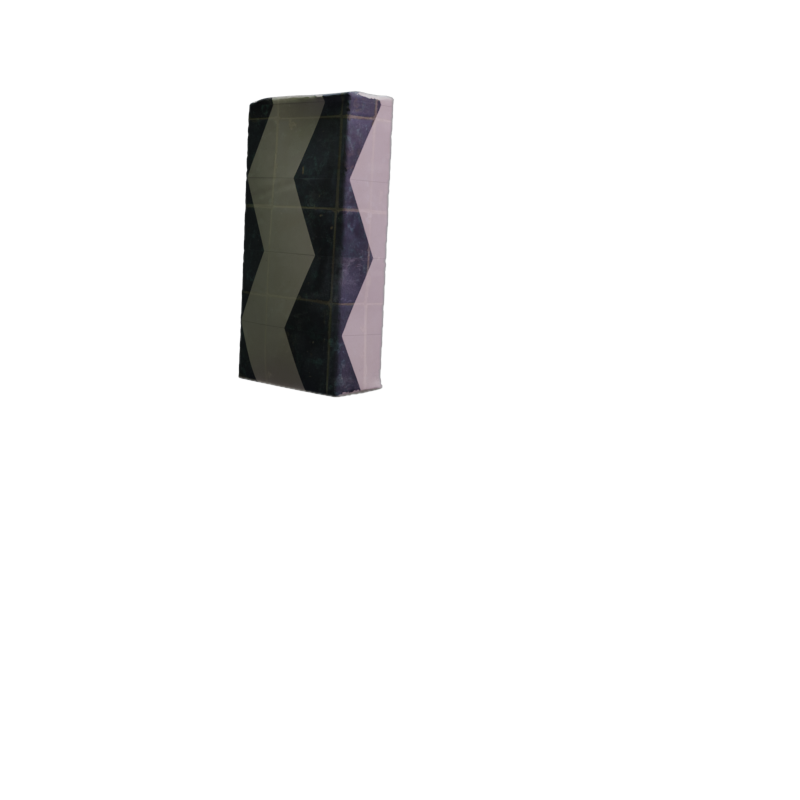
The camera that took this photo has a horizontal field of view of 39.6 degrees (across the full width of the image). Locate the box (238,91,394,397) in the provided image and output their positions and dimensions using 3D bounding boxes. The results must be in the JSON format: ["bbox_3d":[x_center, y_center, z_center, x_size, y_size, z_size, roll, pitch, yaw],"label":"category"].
[{"bbox_3d":[-0.053,-0.096,0.674,0.097,0.175,0.046,4,5,44],"label":"box"}]
